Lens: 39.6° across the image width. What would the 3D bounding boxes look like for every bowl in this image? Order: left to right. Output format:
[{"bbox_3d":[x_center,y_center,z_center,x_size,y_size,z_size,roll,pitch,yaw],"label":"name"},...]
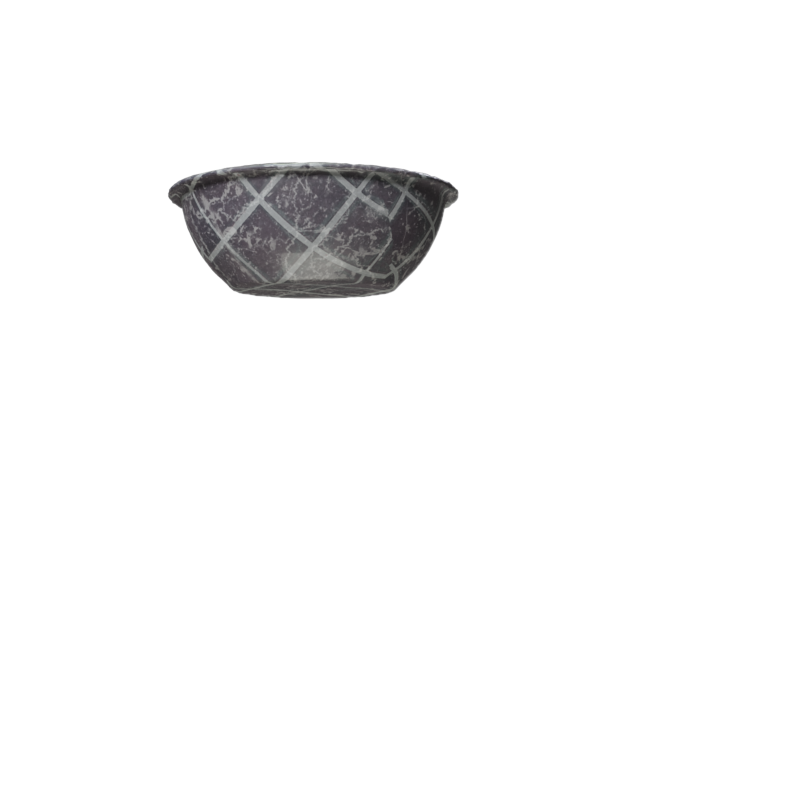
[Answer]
[{"bbox_3d":[-0.048,-0.088,0.616,0.162,0.056,0.160,0,-2,-2],"label":"bowl"}]
